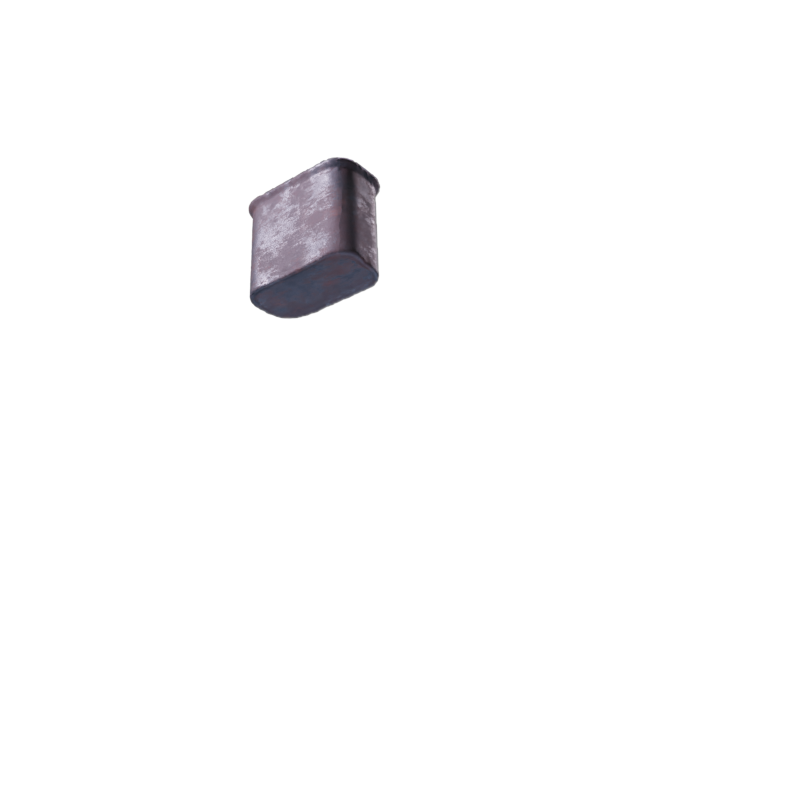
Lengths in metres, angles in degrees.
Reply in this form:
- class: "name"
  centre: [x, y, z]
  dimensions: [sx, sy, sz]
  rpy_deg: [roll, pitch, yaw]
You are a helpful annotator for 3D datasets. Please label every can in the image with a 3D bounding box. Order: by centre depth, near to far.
- class: "can"
  centre: [-0.063, -0.116, 0.809]
  dimensions: [0.102, 0.089, 0.053]
  rpy_deg: [-23, -38, 31]
